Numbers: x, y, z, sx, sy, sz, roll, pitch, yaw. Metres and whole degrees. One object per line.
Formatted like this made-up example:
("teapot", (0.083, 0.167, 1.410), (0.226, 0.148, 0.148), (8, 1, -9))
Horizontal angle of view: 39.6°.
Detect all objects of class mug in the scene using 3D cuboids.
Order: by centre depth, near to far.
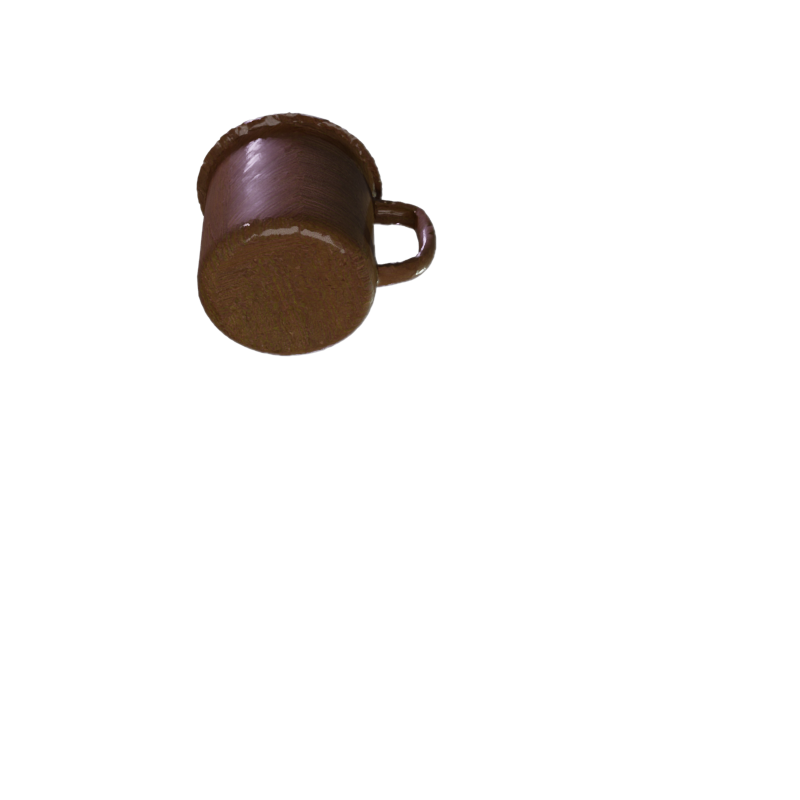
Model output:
("mug", (-0.041, -0.075, 0.526), (0.116, 0.087, 0.087), (3, 42, -5))
